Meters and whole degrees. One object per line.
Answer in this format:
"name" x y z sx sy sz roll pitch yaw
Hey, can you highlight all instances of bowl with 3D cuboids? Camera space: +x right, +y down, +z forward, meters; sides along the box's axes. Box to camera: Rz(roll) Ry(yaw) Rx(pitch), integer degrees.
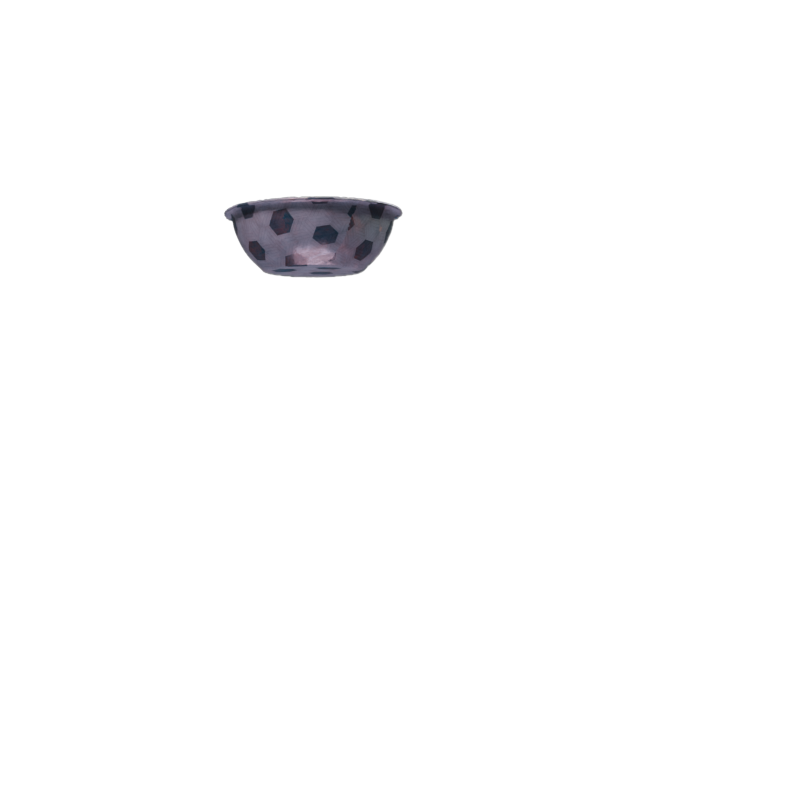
"bowl" -0.078 -0.143 0.999 0.162 0.056 0.161 0 -1 -2
